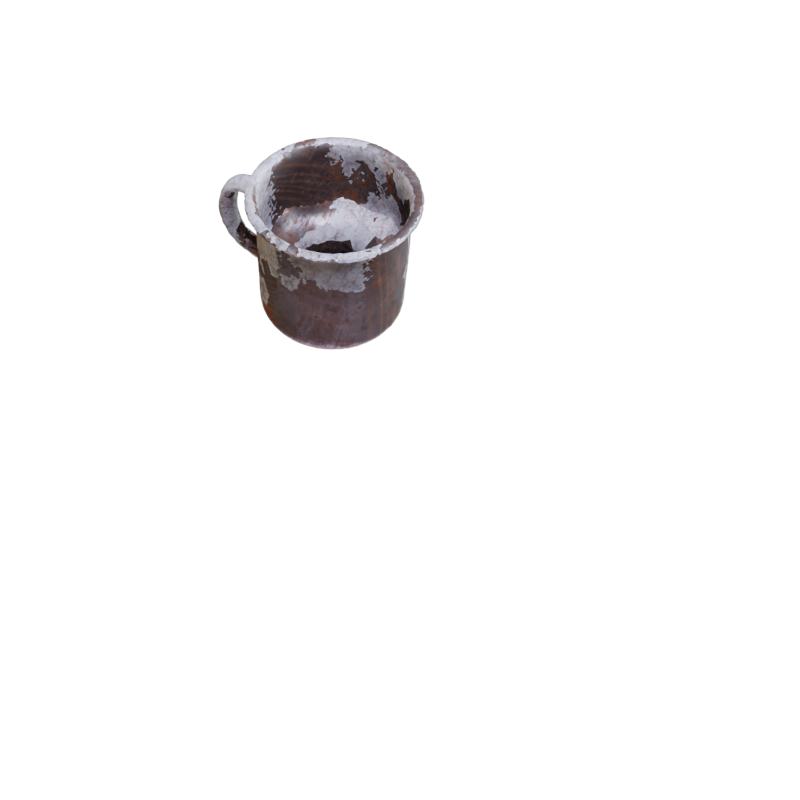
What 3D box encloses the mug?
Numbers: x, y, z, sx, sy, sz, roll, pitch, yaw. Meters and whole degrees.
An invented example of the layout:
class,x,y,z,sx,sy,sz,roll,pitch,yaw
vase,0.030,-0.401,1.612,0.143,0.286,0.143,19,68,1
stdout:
class,x,y,z,sx,sy,sz,roll,pitch,yaw
mug,-0.047,-0.086,0.604,0.121,0.097,0.076,20,-38,15
